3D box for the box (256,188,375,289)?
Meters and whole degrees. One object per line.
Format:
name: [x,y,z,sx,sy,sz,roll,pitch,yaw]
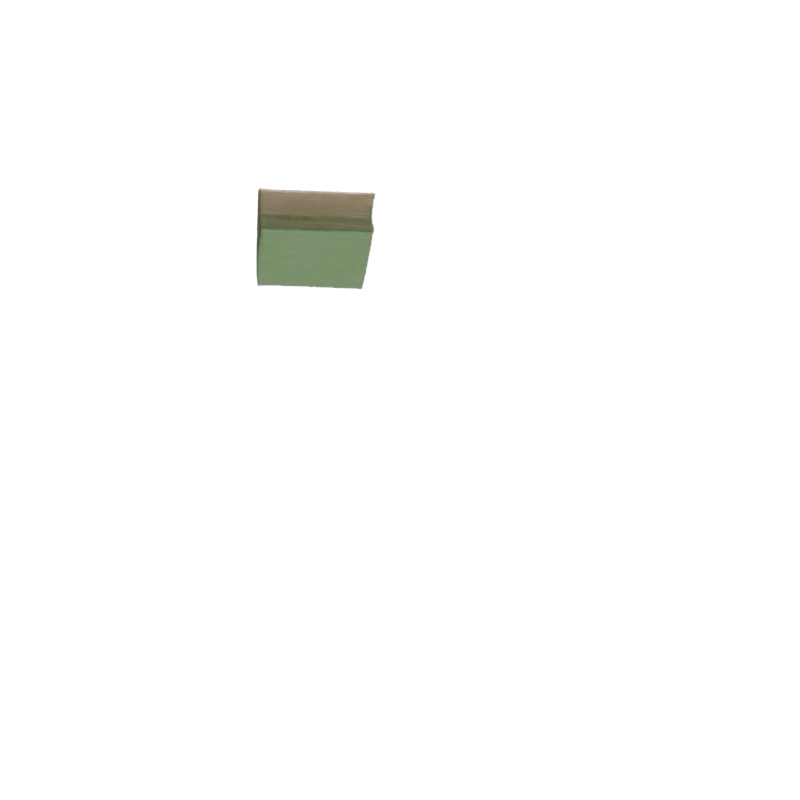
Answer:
box: [-0.069,-0.126,0.881,0.089,0.041,0.109,1,-17,-5]
